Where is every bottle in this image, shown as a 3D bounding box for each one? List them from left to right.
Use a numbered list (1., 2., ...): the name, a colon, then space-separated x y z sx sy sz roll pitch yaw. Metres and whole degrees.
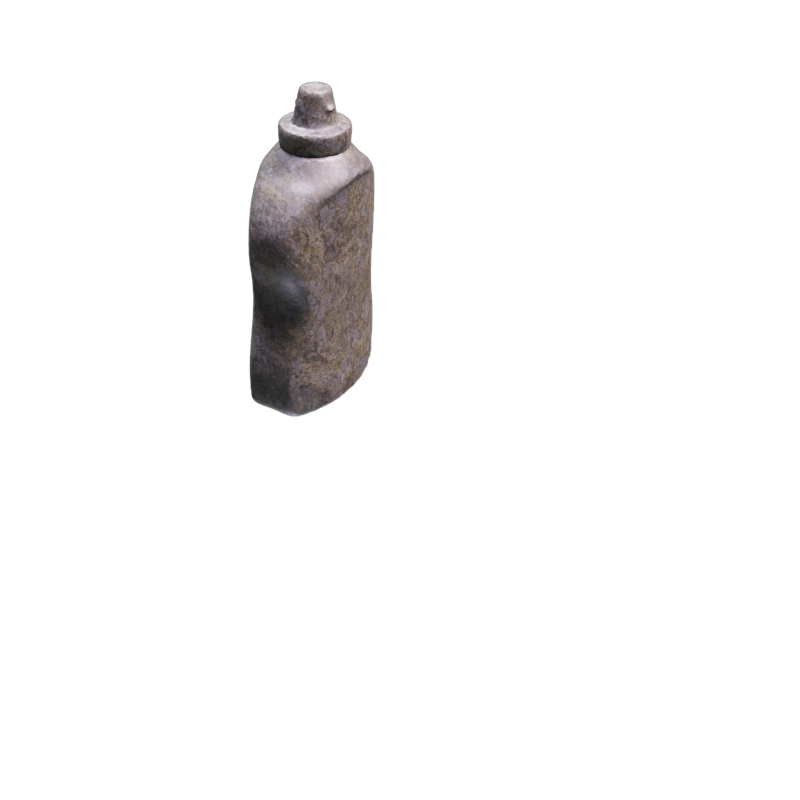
1. bottle: -0.050 -0.092 0.645 0.061 0.180 0.097 19 35 26
